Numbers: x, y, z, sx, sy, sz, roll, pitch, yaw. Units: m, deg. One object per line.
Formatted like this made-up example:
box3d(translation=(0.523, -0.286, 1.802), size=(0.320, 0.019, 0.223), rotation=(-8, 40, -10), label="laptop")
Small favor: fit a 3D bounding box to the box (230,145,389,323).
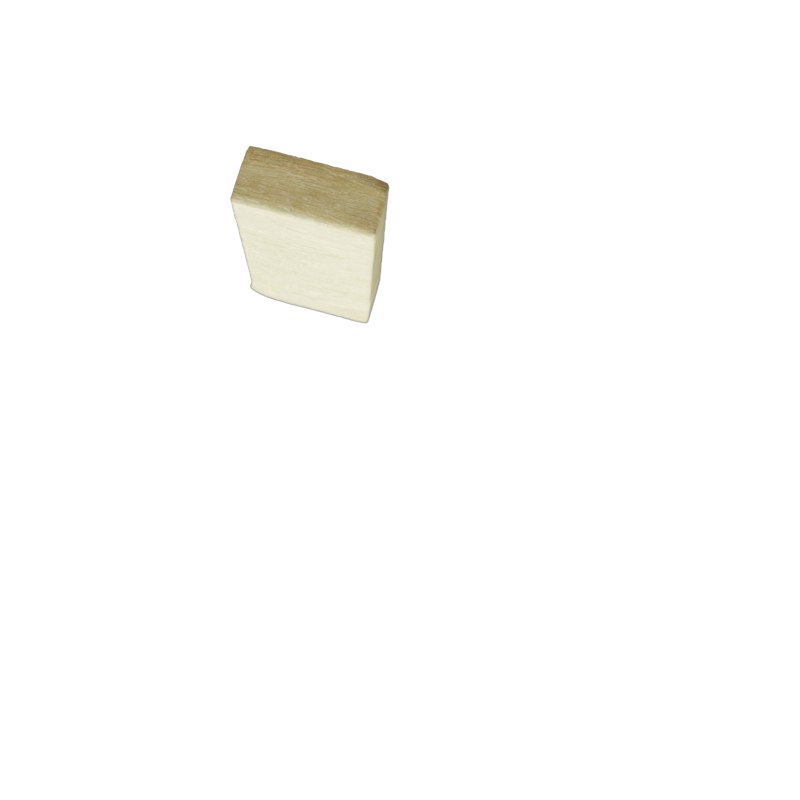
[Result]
box3d(translation=(-0.058, -0.107, 0.746), size=(0.094, 0.050, 0.169), rotation=(16, -17, 2), label="box")
